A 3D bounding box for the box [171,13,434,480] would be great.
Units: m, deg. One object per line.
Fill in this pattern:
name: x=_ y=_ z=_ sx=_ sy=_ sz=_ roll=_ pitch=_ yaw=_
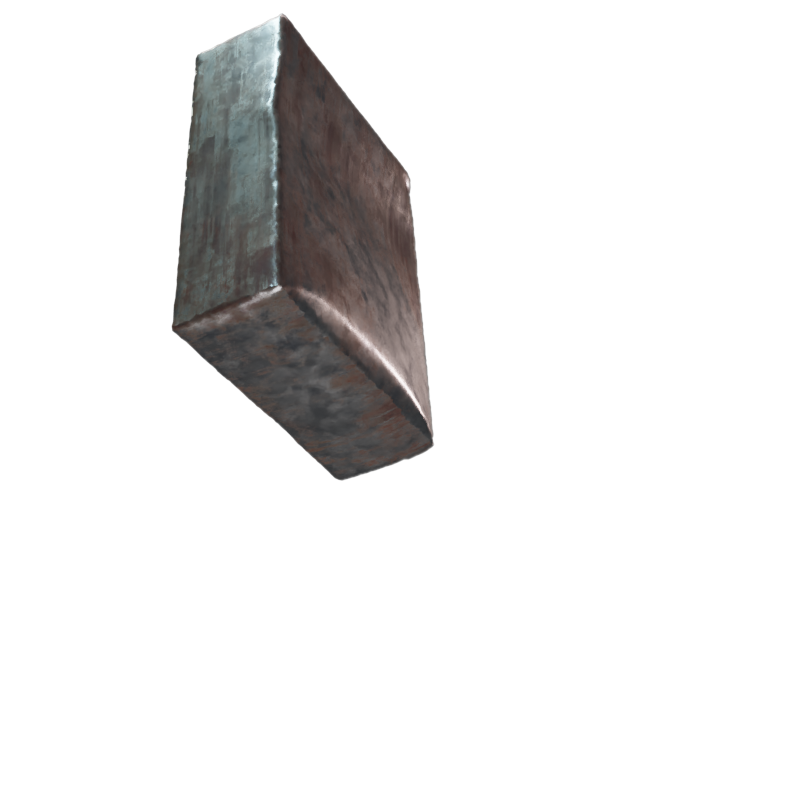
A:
box: x=-0.049 y=-0.090 z=0.629 sx=0.072 sy=0.229 sz=0.152 roll=-22 pitch=-43 yaw=21
